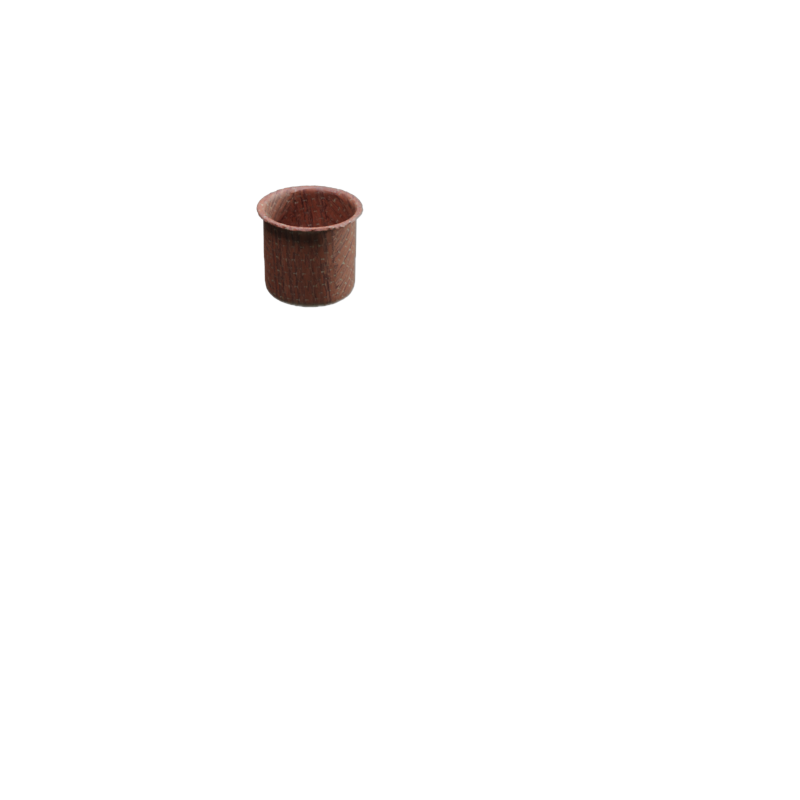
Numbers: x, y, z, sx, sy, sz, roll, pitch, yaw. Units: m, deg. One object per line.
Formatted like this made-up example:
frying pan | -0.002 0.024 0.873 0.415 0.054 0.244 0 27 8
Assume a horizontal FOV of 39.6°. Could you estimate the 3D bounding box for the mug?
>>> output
mug | -0.078 -0.142 0.993 0.095 0.077 0.122 7 32 10
